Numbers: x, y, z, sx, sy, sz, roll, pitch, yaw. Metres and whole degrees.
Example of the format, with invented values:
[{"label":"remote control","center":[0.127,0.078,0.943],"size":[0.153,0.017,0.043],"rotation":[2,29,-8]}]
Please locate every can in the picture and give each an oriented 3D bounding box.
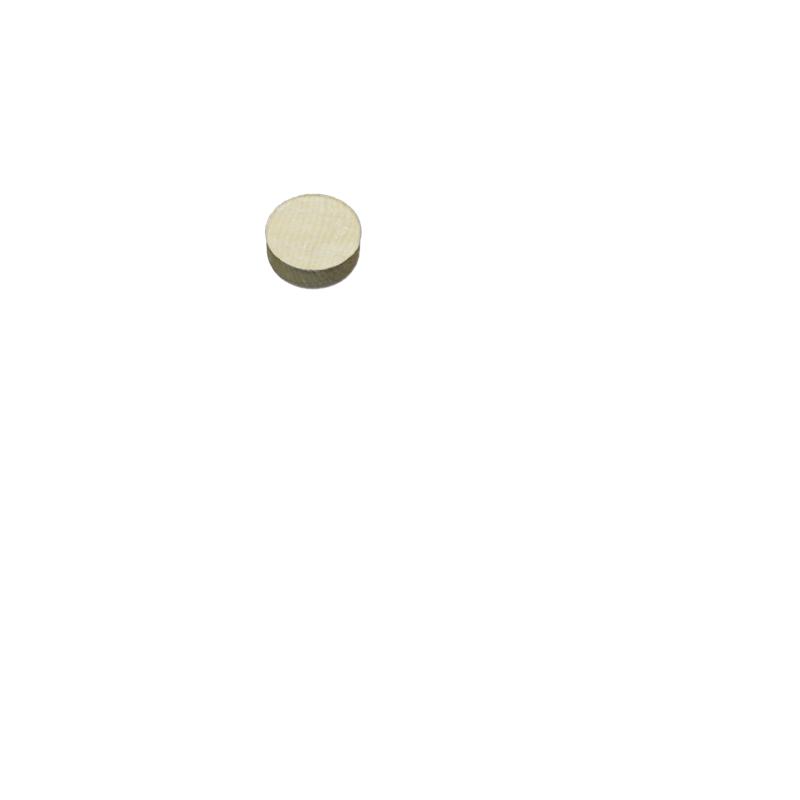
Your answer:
[{"label":"can","center":[-0.078,-0.142,0.993],"size":[0.086,0.092,0.031],"rotation":[-1,-34,-1]}]
